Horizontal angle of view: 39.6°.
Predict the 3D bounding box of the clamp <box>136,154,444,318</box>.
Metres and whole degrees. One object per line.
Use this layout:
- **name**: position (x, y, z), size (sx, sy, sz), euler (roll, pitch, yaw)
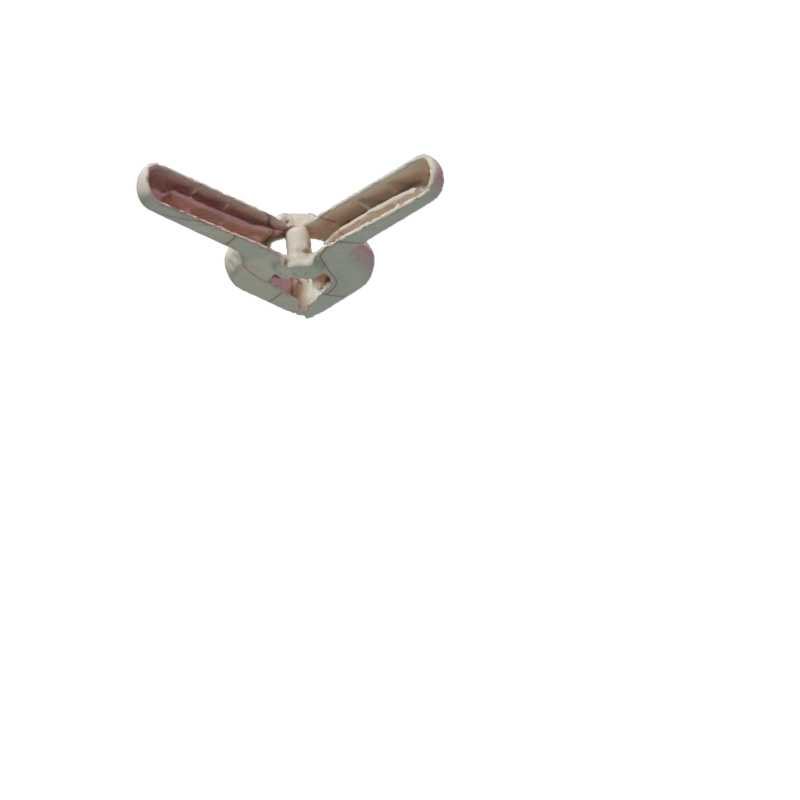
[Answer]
- **clamp**: position (-0.053, -0.096, 0.673), size (0.166, 0.038, 0.199), euler (-2, -15, 6)
